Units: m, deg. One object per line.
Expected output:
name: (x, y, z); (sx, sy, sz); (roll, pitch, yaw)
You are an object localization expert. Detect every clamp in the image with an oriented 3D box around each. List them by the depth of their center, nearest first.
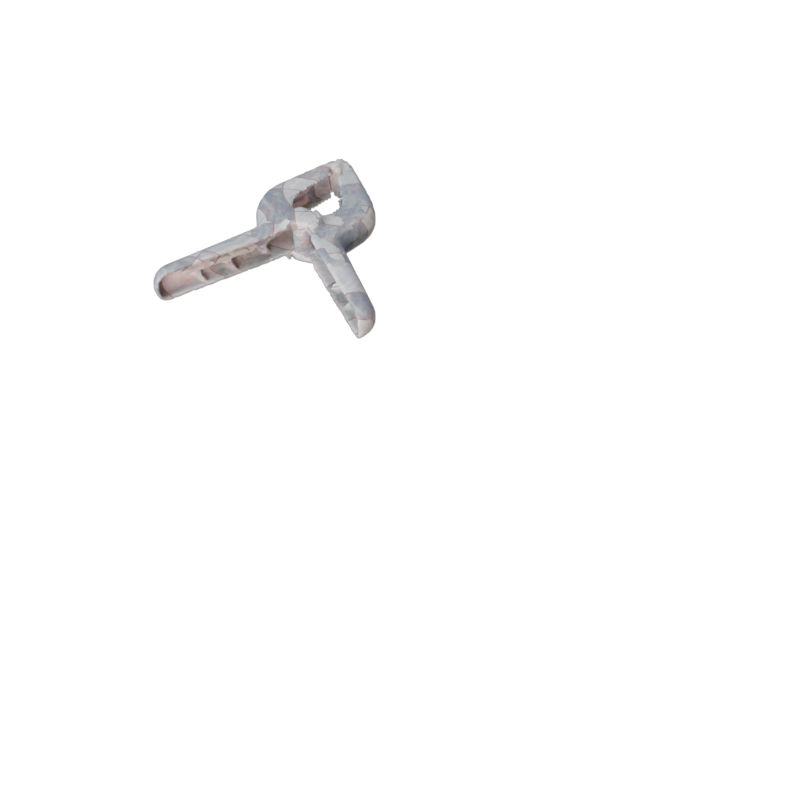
clamp: (-0.066, -0.121, 0.845); (0.170, 0.034, 0.217); (15, 41, 18)
